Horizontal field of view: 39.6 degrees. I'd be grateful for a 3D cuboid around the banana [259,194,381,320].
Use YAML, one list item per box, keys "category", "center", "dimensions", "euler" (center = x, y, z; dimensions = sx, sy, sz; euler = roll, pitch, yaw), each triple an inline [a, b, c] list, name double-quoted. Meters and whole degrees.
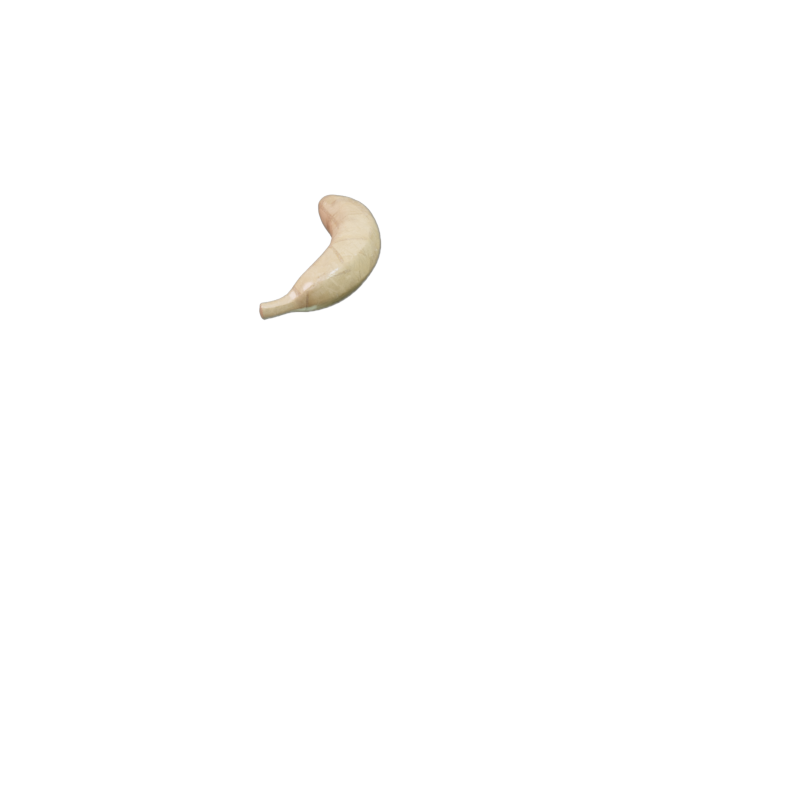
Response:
- category: "banana"
  center: [-0.048, -0.115, 0.829]
  dimensions: [0.071, 0.035, 0.206]
  euler: [5, 30, 8]
